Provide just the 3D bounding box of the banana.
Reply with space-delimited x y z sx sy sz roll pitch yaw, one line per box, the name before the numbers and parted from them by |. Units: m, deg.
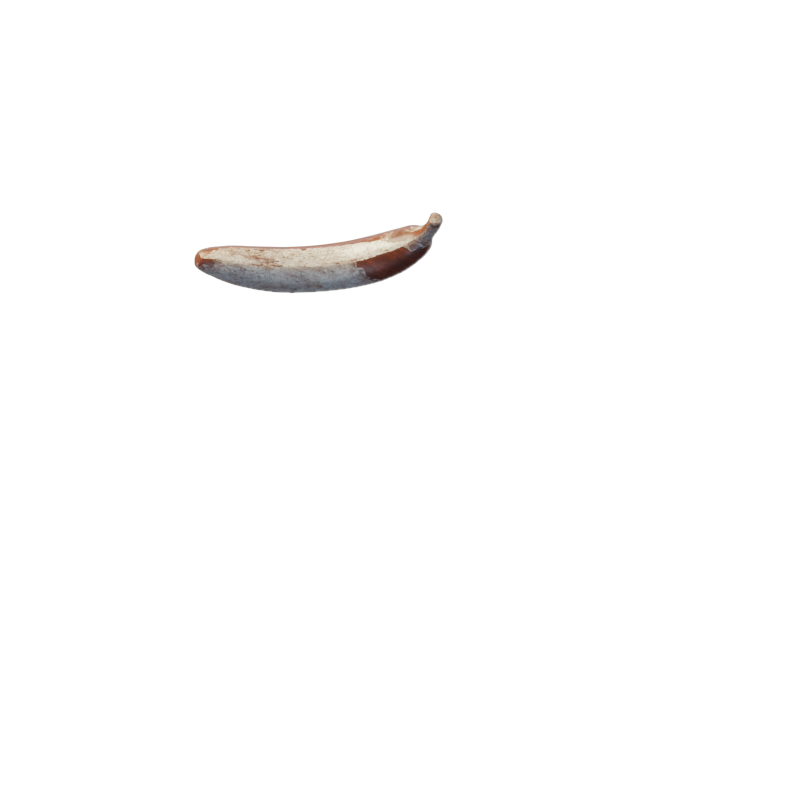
banana | -0.060 -0.113 0.873 0.200 0.039 0.064 -9 -39 11
